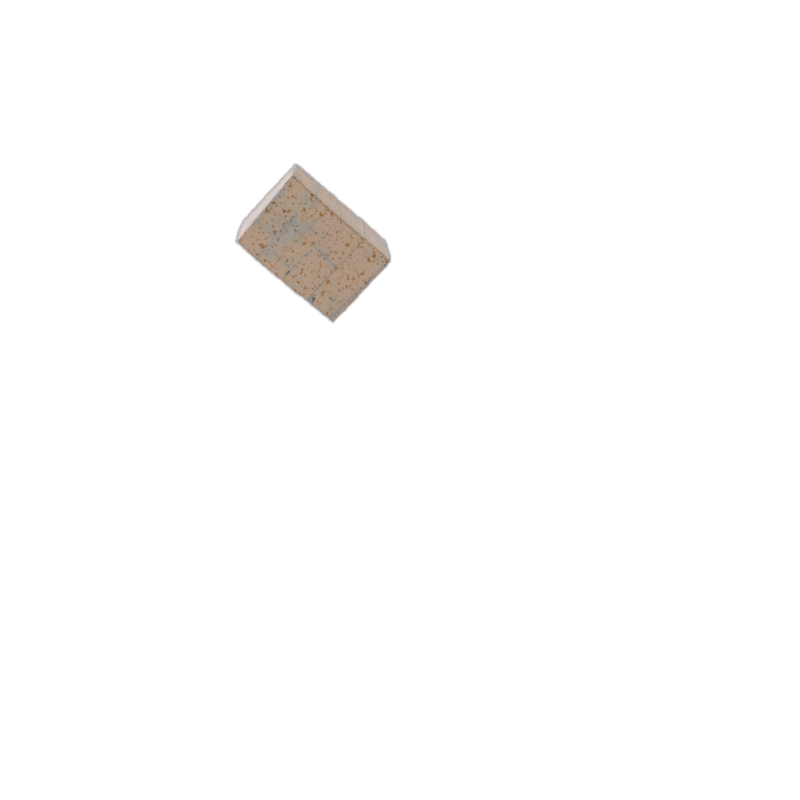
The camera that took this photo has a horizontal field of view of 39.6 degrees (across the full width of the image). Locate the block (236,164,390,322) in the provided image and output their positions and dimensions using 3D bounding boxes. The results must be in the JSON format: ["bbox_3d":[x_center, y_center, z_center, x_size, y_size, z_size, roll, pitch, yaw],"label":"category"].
[{"bbox_3d":[-0.052,-0.095,0.664,0.076,0.052,0.053,41,12,-12],"label":"block"}]
